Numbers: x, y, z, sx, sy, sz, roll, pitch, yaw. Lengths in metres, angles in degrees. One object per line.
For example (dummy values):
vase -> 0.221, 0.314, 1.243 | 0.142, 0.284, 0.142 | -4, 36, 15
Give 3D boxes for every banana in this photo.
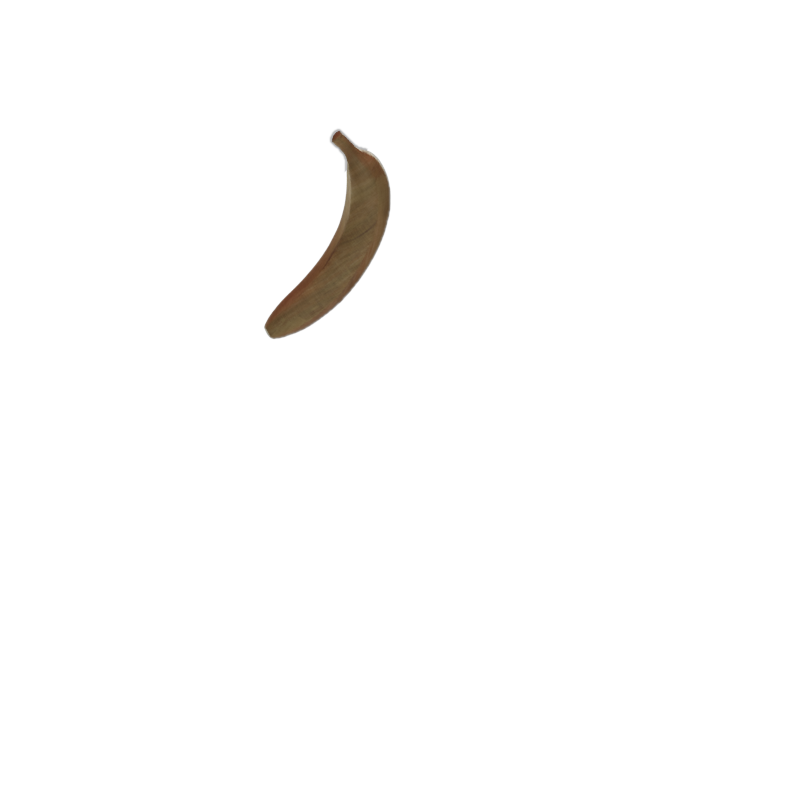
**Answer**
banana -> -0.053, -0.129, 0.914 | 0.068, 0.190, 0.039 | 17, 27, -10
